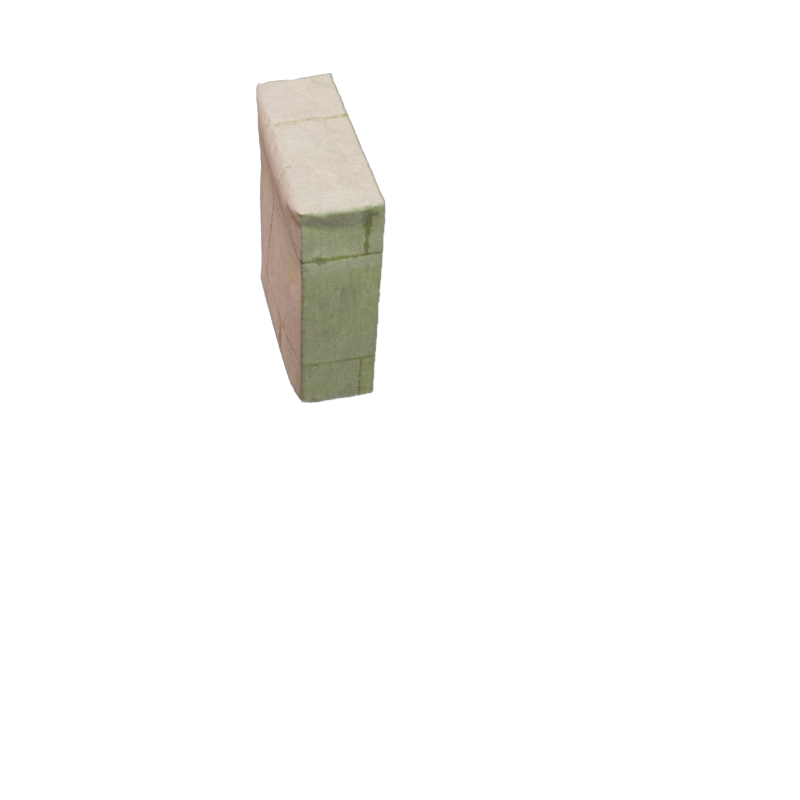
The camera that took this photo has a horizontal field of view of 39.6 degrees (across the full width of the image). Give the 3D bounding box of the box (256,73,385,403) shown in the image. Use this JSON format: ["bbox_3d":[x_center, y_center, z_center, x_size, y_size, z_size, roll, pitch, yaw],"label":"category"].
[{"bbox_3d":[-0.070,-0.128,0.896,0.071,0.178,0.199,-9,-42,-12],"label":"box"}]
